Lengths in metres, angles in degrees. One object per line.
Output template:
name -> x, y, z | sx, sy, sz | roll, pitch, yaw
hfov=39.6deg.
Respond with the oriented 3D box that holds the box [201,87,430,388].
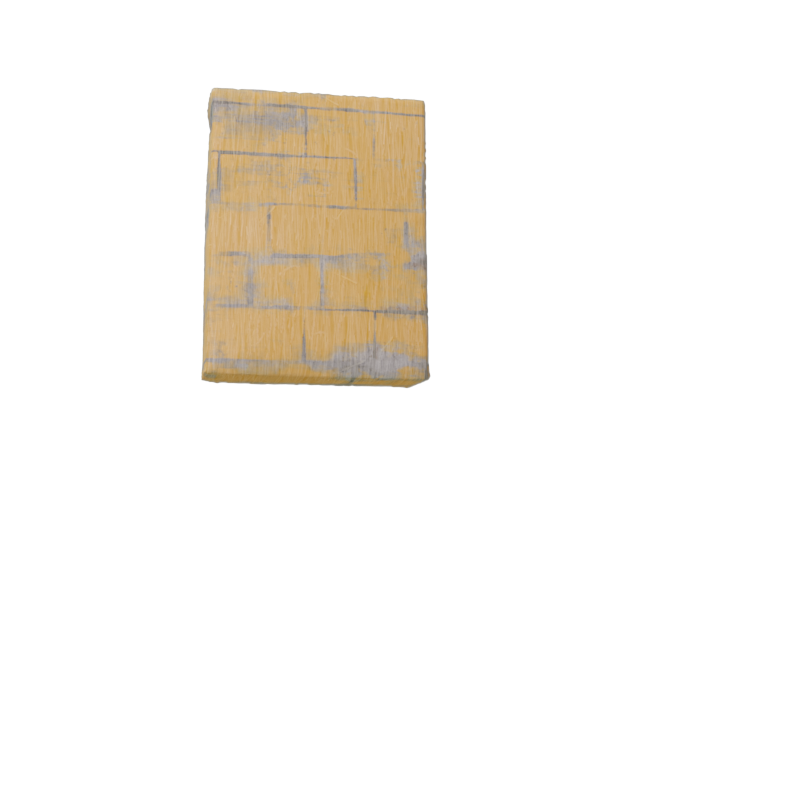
box -> -0.065, -0.119, 0.834 | 0.162, 0.221, 0.070 | 1, -13, -10
